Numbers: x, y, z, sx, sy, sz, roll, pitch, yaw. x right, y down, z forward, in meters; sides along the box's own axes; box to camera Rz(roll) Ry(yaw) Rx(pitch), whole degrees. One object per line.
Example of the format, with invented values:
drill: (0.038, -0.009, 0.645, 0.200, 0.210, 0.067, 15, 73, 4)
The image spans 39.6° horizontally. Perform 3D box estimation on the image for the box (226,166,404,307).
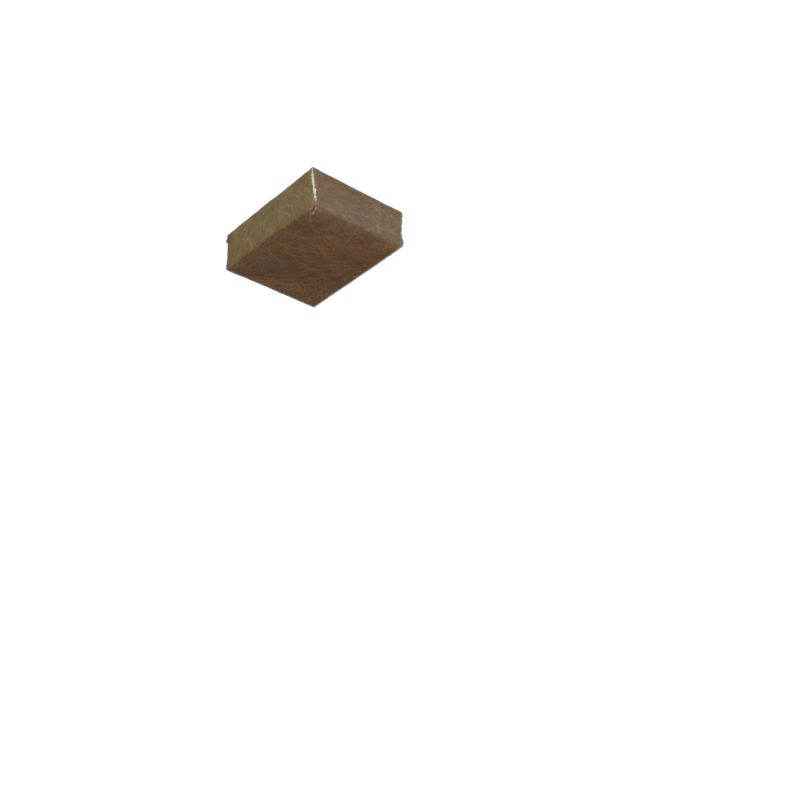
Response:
box: (-0.067, -0.122, 0.854, 0.085, 0.041, 0.113, 23, -36, -36)
